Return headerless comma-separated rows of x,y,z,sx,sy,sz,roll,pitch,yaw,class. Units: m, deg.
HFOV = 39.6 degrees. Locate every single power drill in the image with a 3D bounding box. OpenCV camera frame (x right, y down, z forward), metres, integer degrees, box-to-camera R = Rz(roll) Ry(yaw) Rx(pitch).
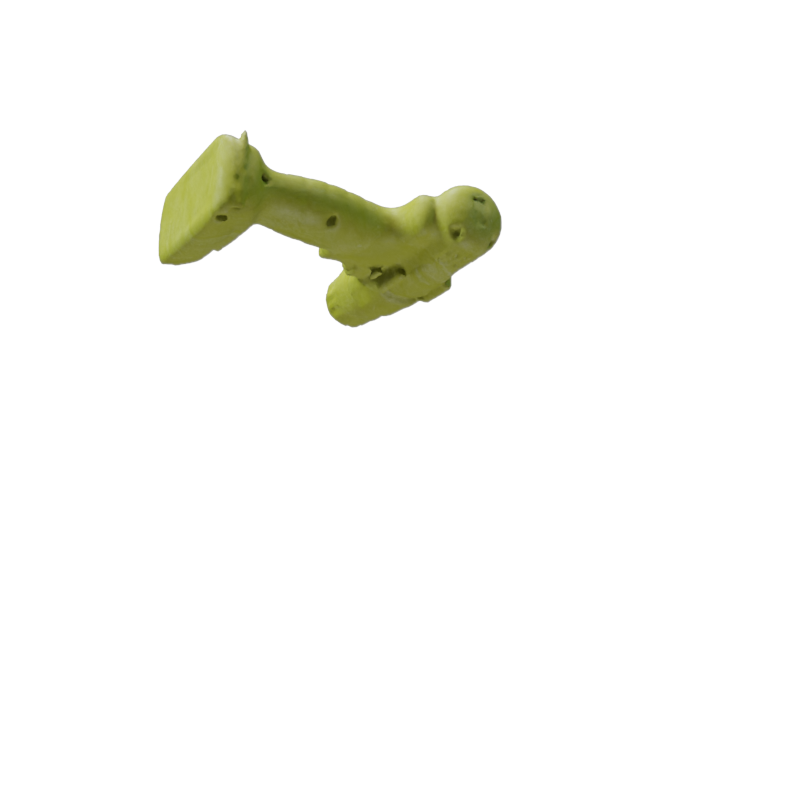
-0.056,-0.102,0.717,0.180,0.060,0.183,10,-22,-27,power drill
